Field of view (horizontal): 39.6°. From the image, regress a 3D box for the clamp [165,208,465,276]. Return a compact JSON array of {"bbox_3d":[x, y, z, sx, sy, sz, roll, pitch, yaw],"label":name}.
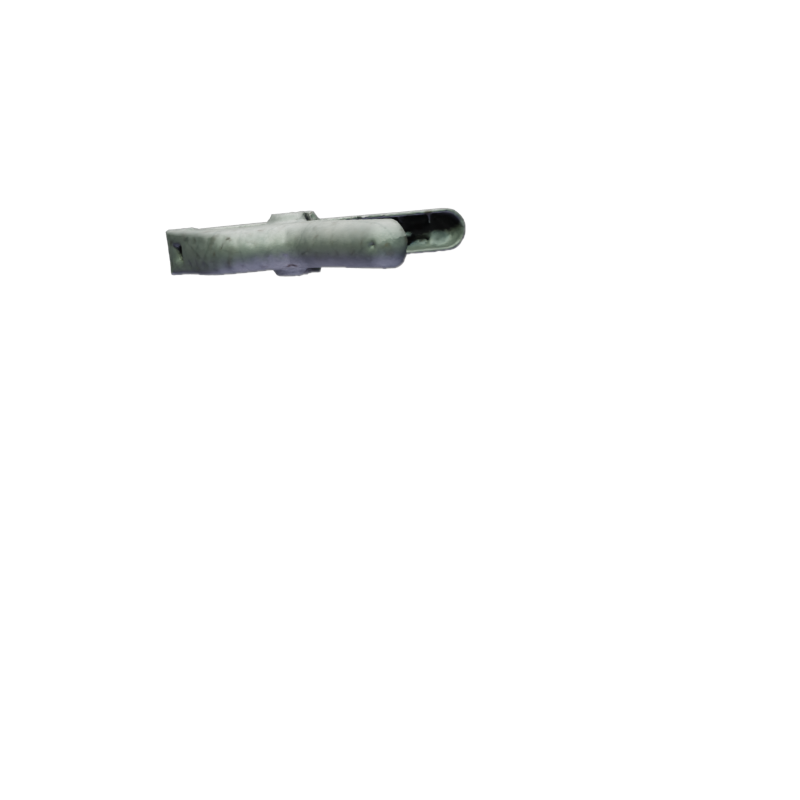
[{"bbox_3d":[-0.049,-0.090,0.630,0.178,0.039,0.117,4,8,30],"label":"clamp"}]
